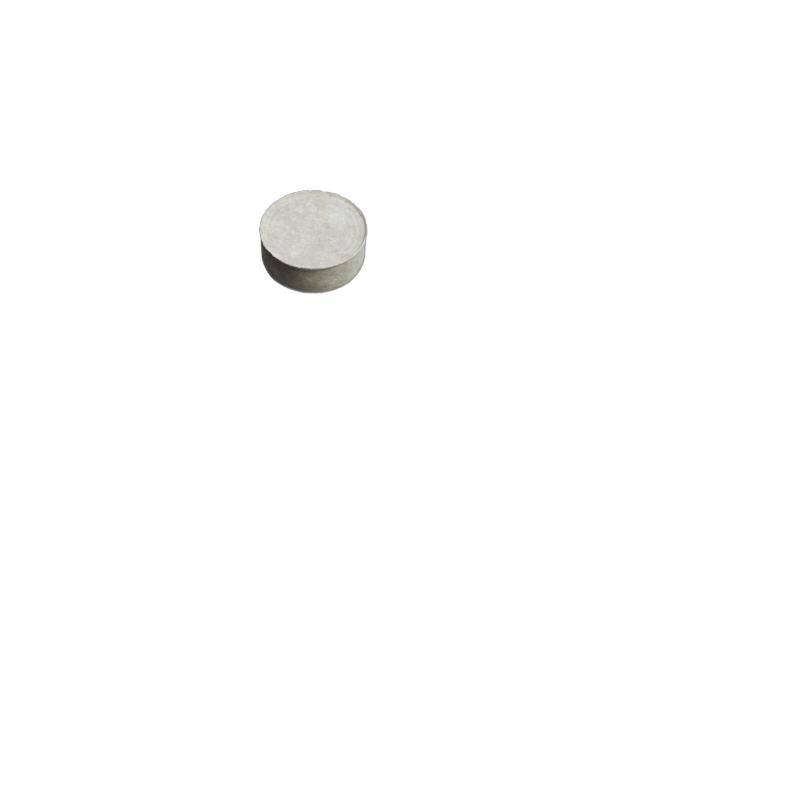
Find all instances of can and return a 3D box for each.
[{"bbox_3d":[-0.069,-0.127,0.887,0.086,0.092,0.031,-1,-39,-1],"label":"can"}]
